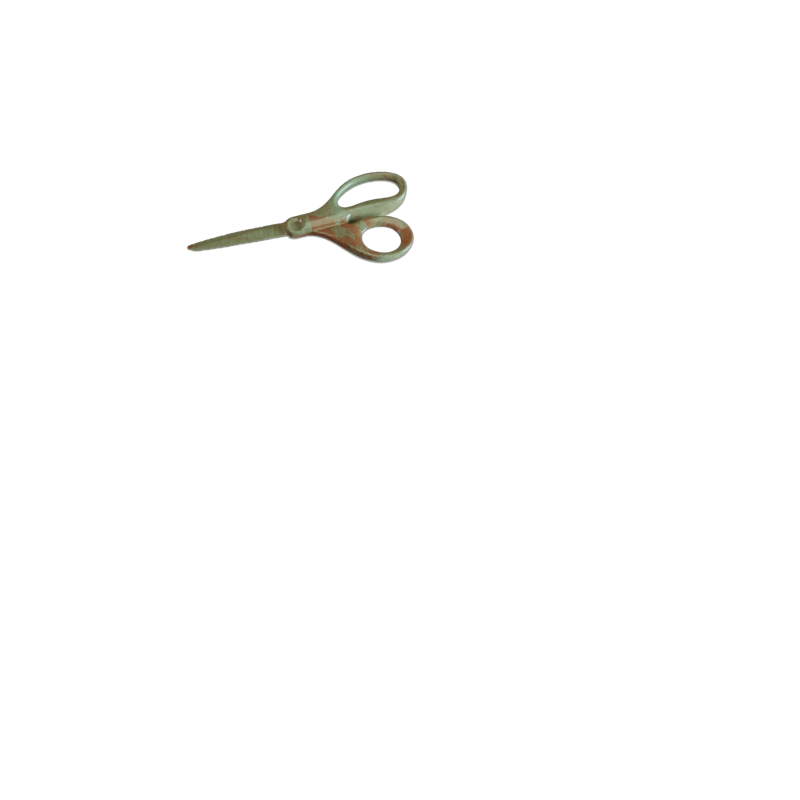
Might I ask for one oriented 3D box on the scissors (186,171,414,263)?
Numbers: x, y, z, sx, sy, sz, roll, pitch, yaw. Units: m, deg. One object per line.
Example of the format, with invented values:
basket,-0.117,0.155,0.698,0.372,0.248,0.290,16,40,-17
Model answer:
scissors,-0.076,-0.139,0.972,0.201,0.102,0.015,-27,-23,-13
